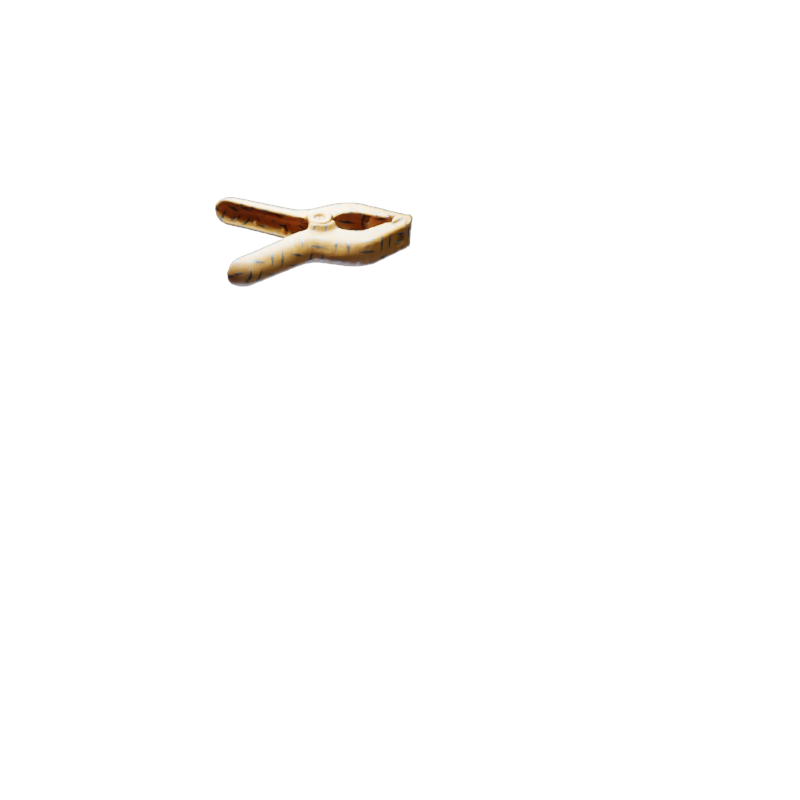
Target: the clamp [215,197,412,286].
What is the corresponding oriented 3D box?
[{"bbox_3d":[-0.073,-0.134,0.936,0.171,0.037,0.129,-1,42,-2],"label":"clamp"}]
